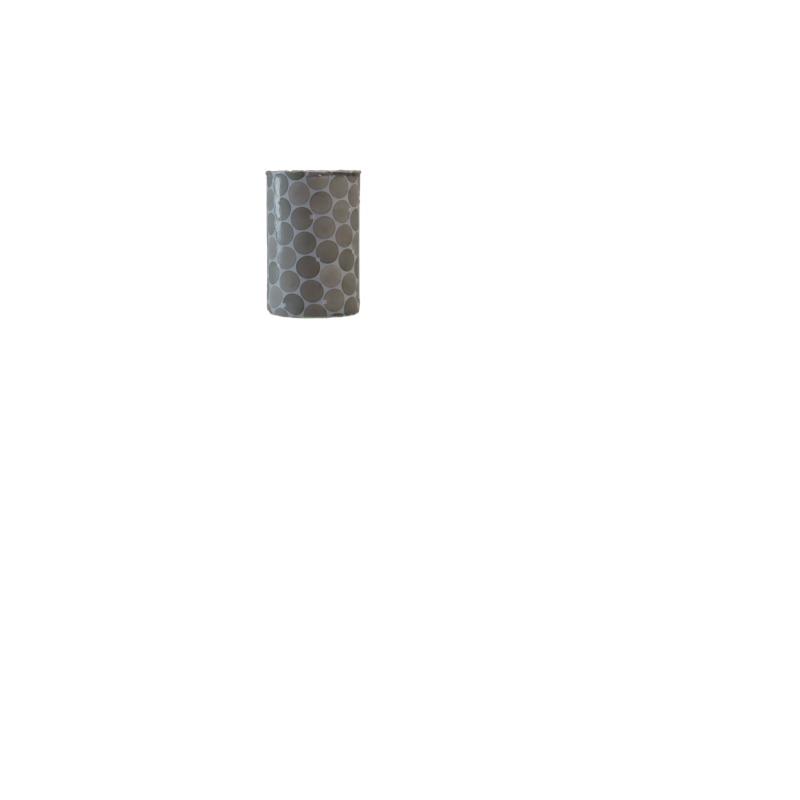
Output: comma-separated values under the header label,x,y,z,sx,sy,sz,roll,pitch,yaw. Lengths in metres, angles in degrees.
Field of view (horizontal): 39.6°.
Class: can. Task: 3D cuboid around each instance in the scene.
label,x,y,z,sx,sy,sz,roll,pitch,yaw
can,-0.062,-0.113,0.789,0.068,0.101,0.069,0,6,-2
